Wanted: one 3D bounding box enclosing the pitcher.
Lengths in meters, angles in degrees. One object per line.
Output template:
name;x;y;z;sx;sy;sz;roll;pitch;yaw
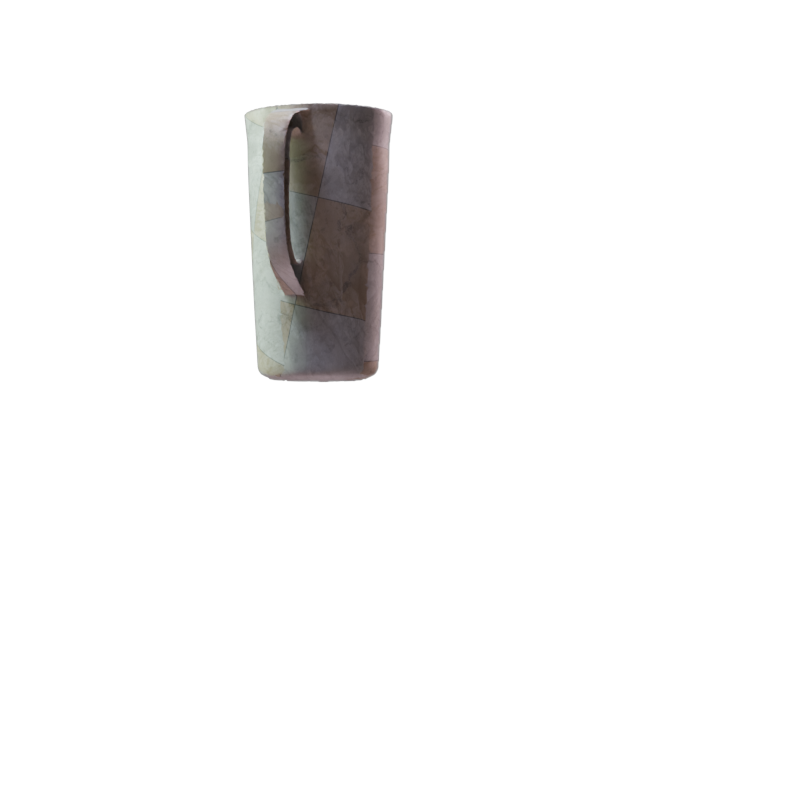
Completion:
pitcher;-0.077;-0.140;0.982;0.144;0.245;0.149;1;-2;-28
